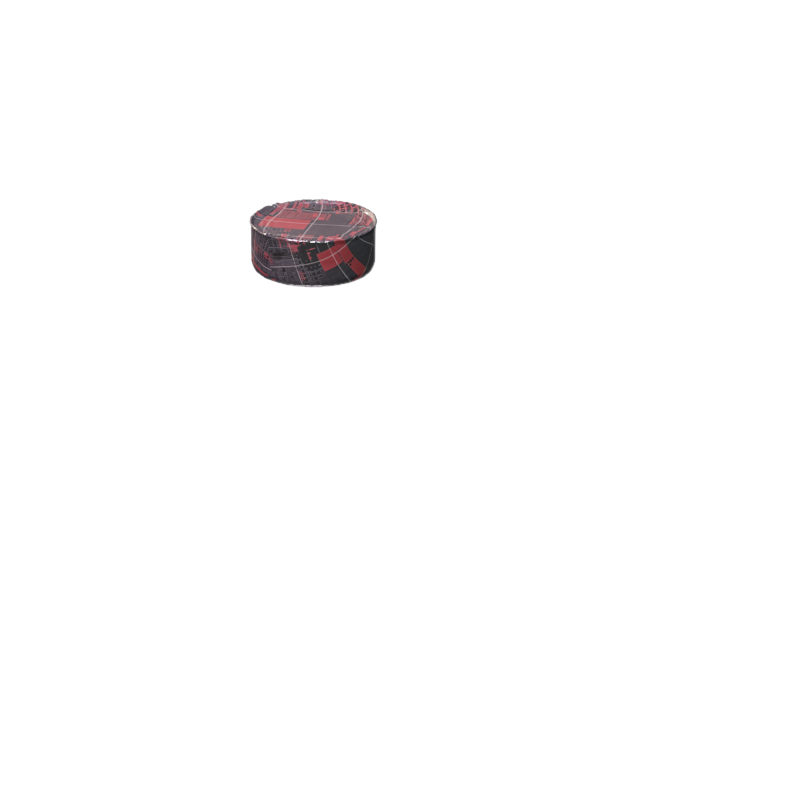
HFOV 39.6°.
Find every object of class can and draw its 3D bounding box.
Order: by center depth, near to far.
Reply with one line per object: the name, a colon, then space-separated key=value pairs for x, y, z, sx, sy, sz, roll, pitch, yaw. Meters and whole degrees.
can: x=-0.059 y=-0.107 z=0.751 sx=0.086 sy=0.032 sz=0.091 roll=-1 pitch=27 yaw=-2
